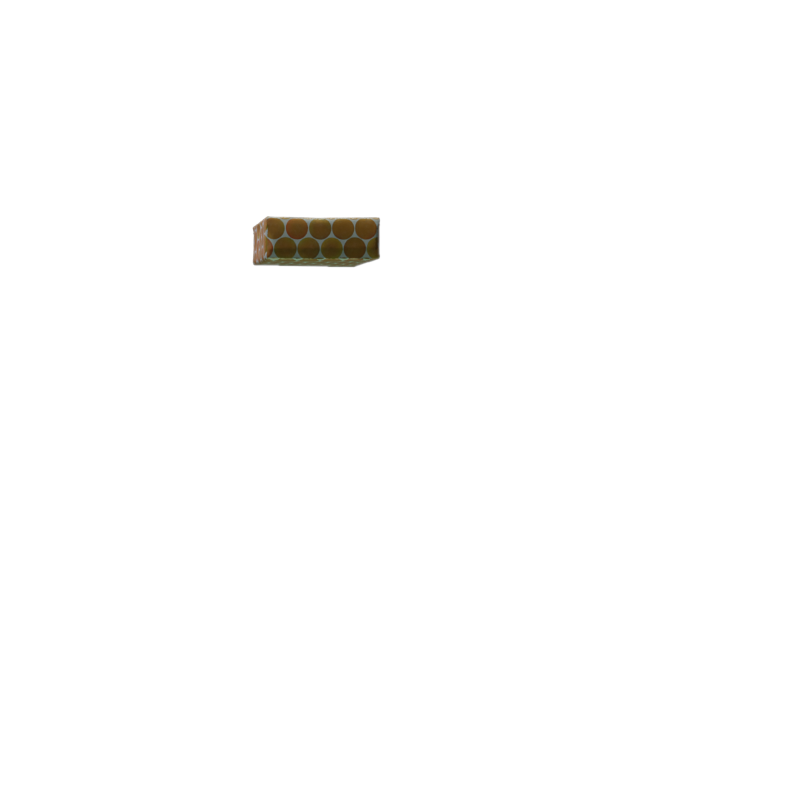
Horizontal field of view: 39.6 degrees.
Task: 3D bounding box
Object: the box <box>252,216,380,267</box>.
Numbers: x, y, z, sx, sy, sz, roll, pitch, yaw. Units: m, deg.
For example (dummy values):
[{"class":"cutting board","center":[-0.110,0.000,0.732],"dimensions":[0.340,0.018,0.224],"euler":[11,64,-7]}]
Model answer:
[{"class":"box","center":[-0.057,-0.105,0.733],"dimensions":[0.072,0.030,0.090],"euler":[-1,4,-11]}]
